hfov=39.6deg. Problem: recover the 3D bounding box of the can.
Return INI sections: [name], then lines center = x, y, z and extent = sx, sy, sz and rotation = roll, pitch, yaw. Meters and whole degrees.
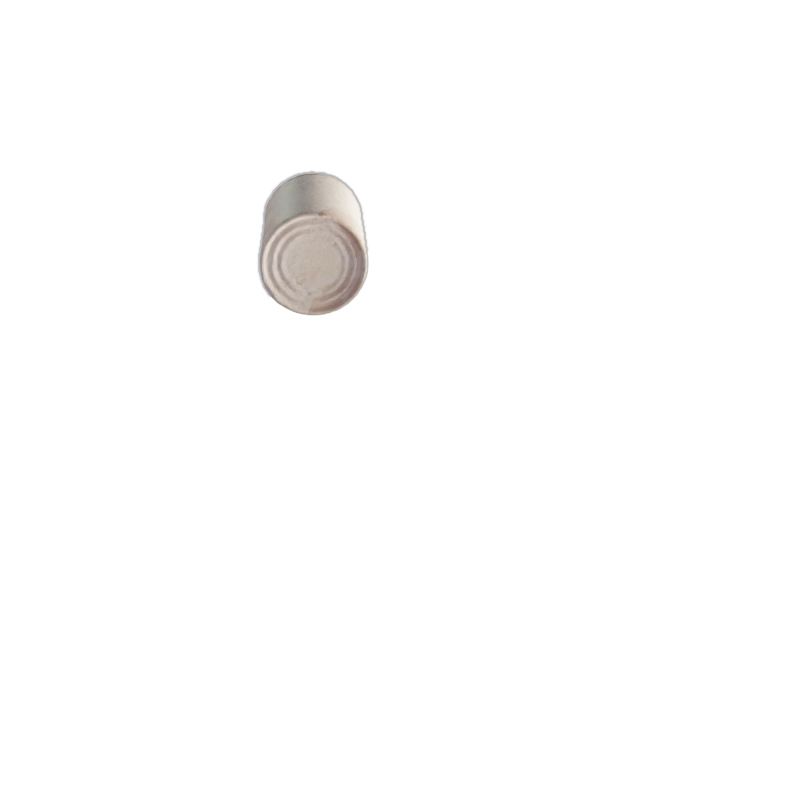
[can]
center = -0.056, -0.102, 0.713
extent = 0.068, 0.066, 0.107
rotation = 0, 22, -3
